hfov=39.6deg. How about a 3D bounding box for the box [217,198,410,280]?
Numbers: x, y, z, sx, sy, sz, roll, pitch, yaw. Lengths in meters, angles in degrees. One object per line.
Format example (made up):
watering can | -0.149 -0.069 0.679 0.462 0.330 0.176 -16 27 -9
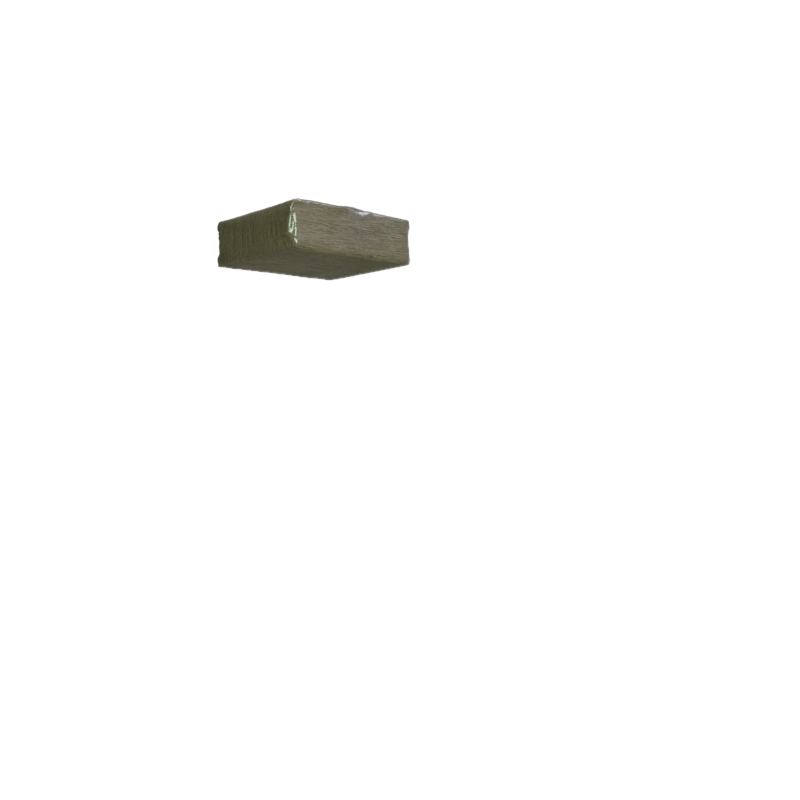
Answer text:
box | -0.051 -0.092 0.645 0.085 0.031 0.075 4 -7 -41
